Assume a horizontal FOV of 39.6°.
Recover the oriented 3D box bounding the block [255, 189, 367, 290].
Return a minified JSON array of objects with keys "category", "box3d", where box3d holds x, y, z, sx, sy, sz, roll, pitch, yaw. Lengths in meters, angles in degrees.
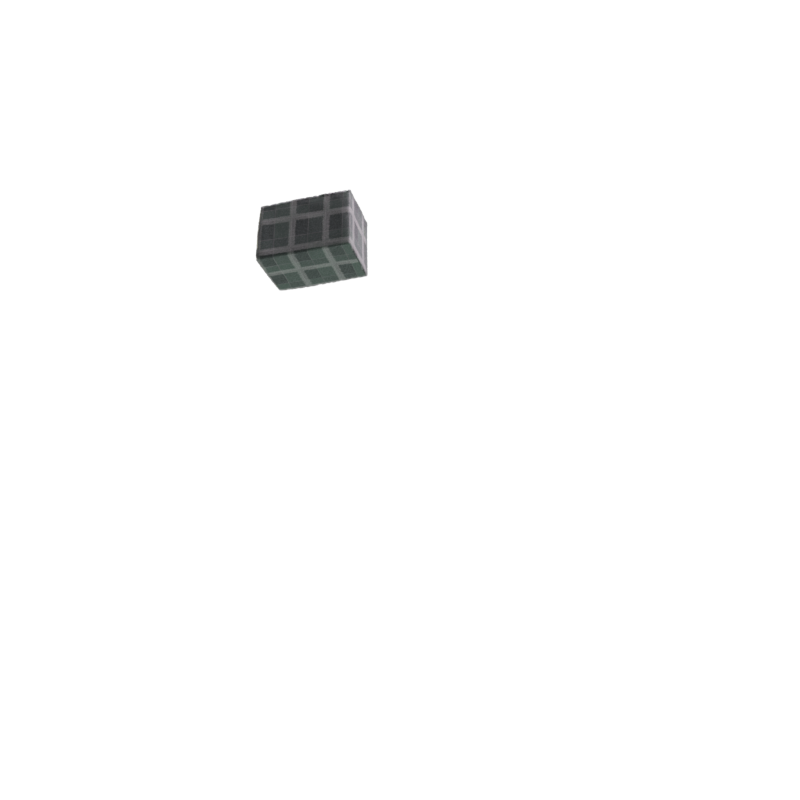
[{"category":"block","box3d":[-0.069,-0.126,0.882,0.079,0.055,0.049,-9,-30,14]}]
